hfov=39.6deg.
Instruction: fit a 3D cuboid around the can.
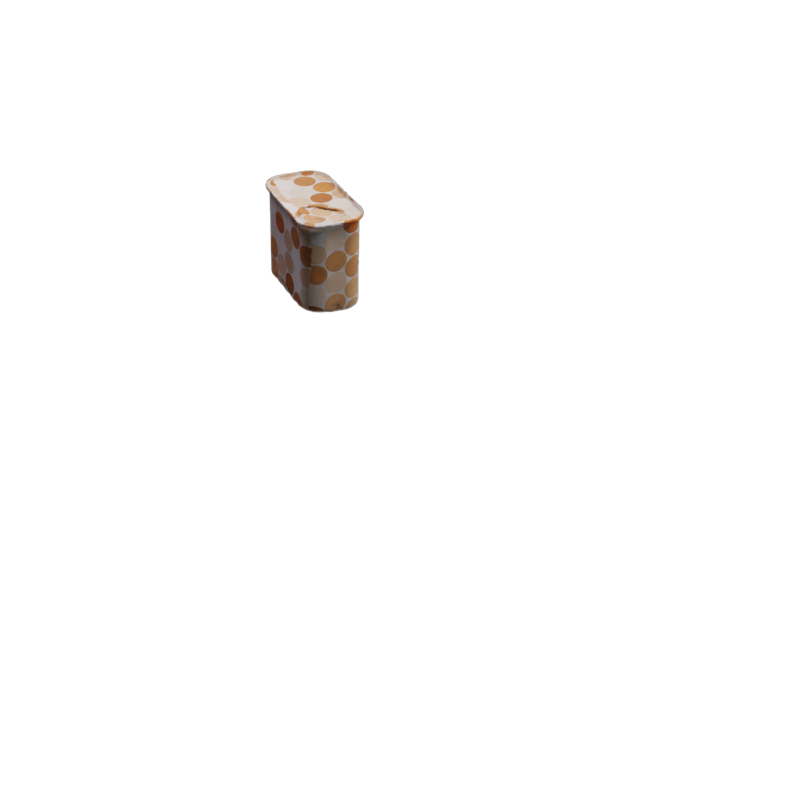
[{"bbox_3d":[-0.072,-0.131,0.918,0.056,0.079,0.110,-12,34,-22],"label":"can"}]
